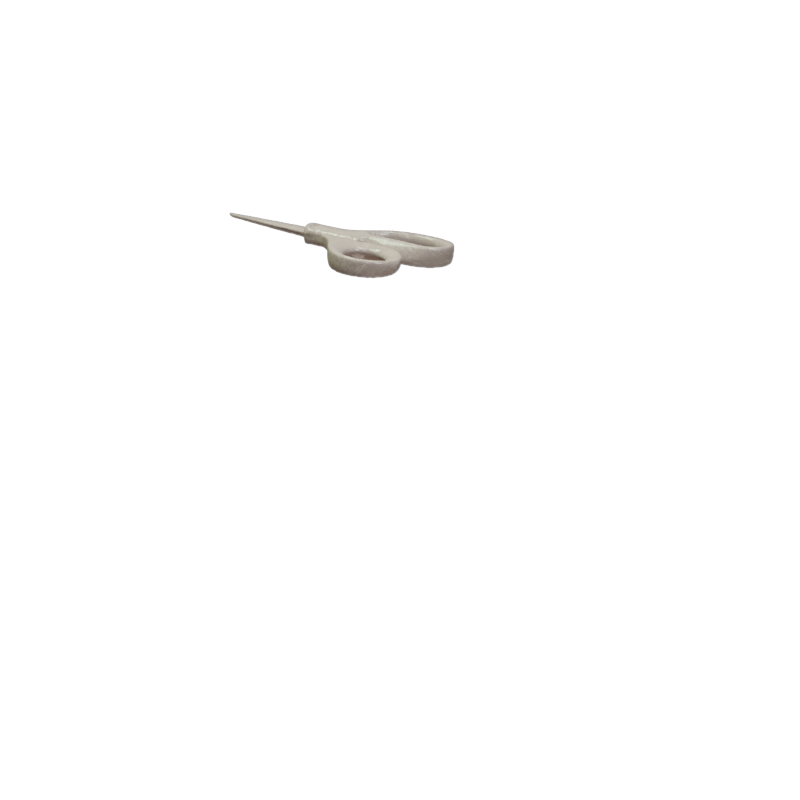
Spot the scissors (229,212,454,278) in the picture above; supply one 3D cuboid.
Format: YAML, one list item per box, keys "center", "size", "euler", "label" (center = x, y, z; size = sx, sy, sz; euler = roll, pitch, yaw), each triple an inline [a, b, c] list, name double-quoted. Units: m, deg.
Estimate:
- center: [-0.062, -0.113, 0.793]
  size: [0.210, 0.015, 0.096]
  euler: [11, 24, 26]
  label: "scissors"
